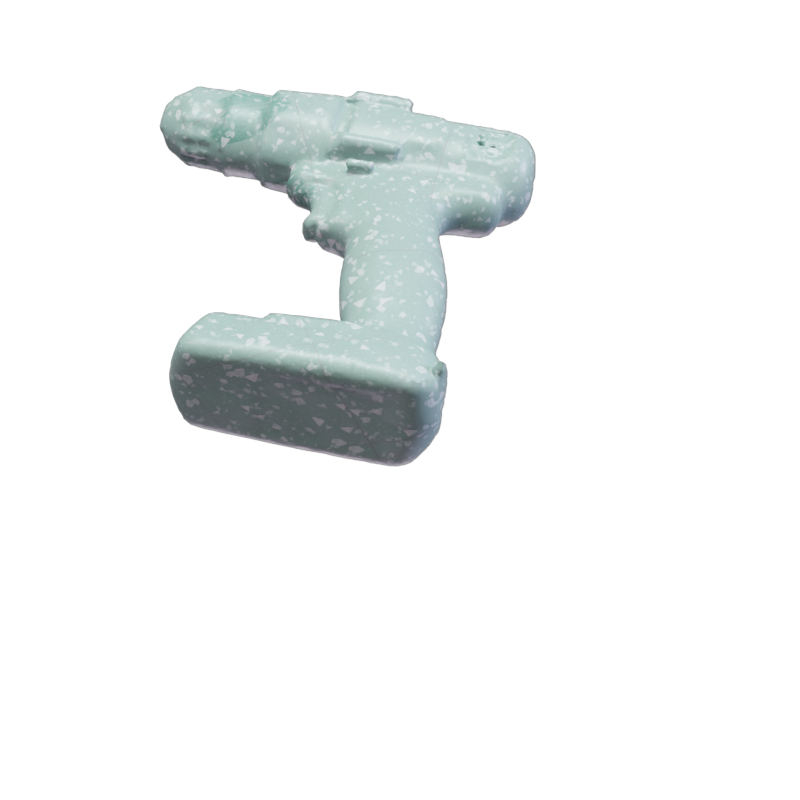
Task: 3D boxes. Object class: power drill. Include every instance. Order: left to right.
[{"bbox_3d":[-0.038,-0.070,0.490,0.187,0.199,0.053,9,-41,7],"label":"power drill"}]
